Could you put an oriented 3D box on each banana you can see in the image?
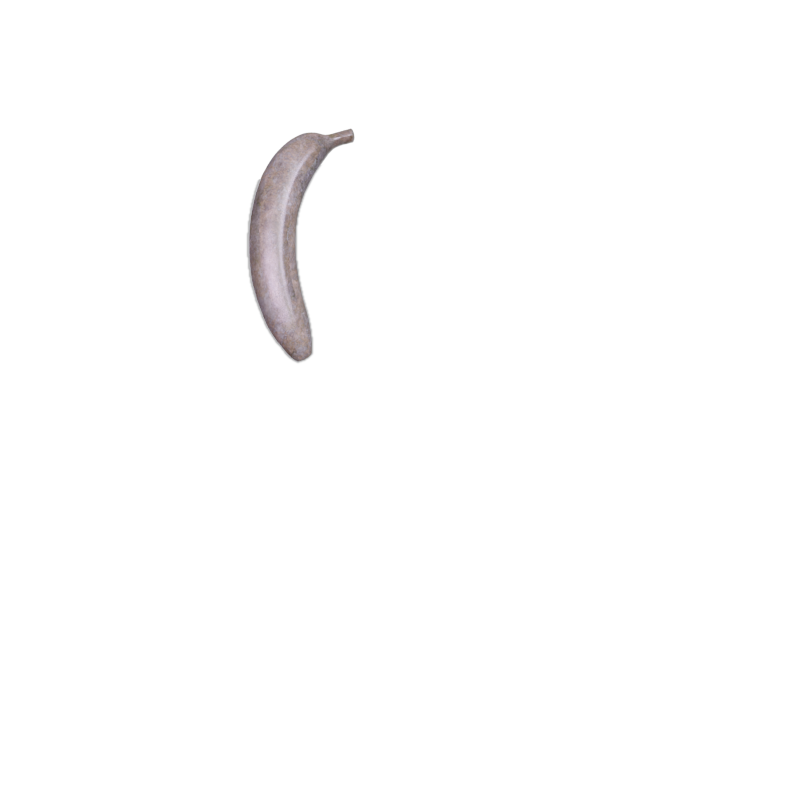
[{"bbox_3d":[-0.086,-0.132,0.876,0.070,0.204,0.036,10,-14,1],"label":"banana"}]
